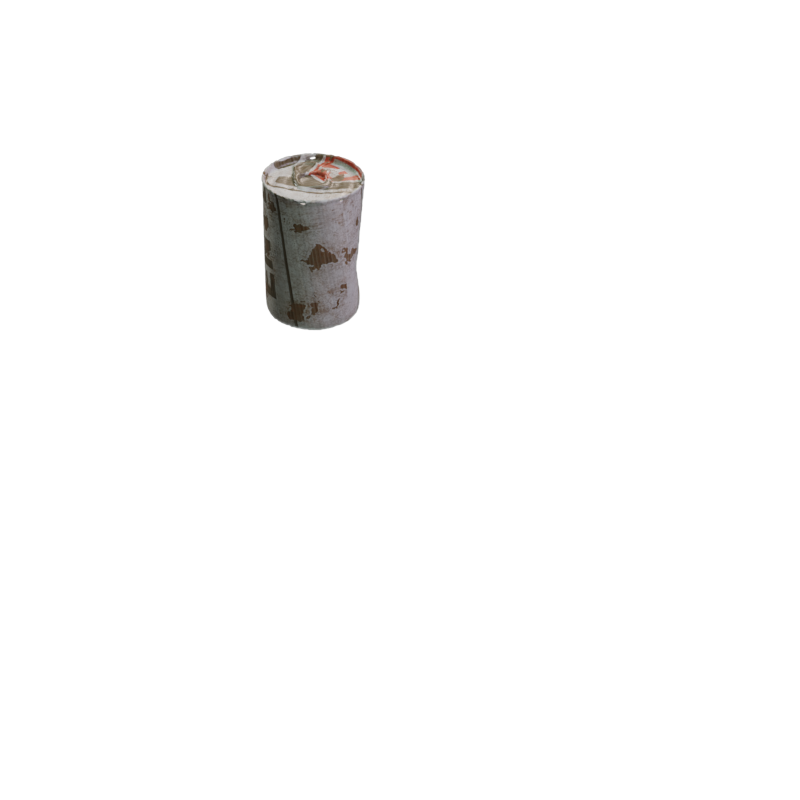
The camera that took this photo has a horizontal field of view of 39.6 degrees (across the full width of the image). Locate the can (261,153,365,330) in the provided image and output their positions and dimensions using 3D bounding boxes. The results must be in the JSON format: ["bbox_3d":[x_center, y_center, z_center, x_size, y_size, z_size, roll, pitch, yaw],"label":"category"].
[{"bbox_3d":[-0.059,-0.108,0.754,0.068,0.096,0.073,0,35,-3],"label":"can"}]
